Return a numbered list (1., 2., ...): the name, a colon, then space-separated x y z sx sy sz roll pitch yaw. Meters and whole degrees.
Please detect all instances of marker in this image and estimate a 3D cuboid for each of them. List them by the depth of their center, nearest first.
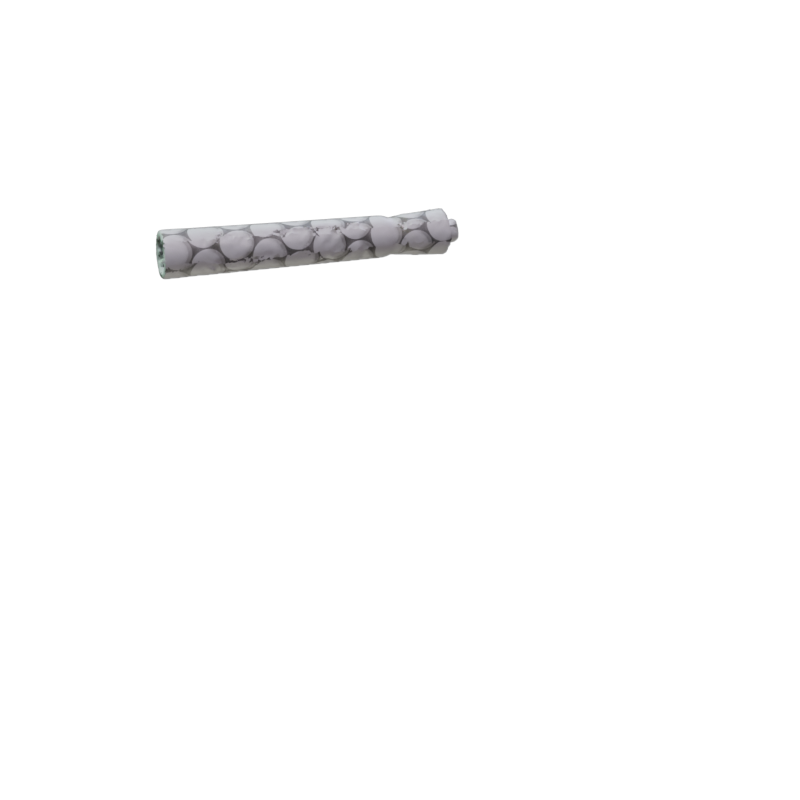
1. marker: -0.034 -0.062 0.433 0.119 0.020 0.020 -7 6 -18
